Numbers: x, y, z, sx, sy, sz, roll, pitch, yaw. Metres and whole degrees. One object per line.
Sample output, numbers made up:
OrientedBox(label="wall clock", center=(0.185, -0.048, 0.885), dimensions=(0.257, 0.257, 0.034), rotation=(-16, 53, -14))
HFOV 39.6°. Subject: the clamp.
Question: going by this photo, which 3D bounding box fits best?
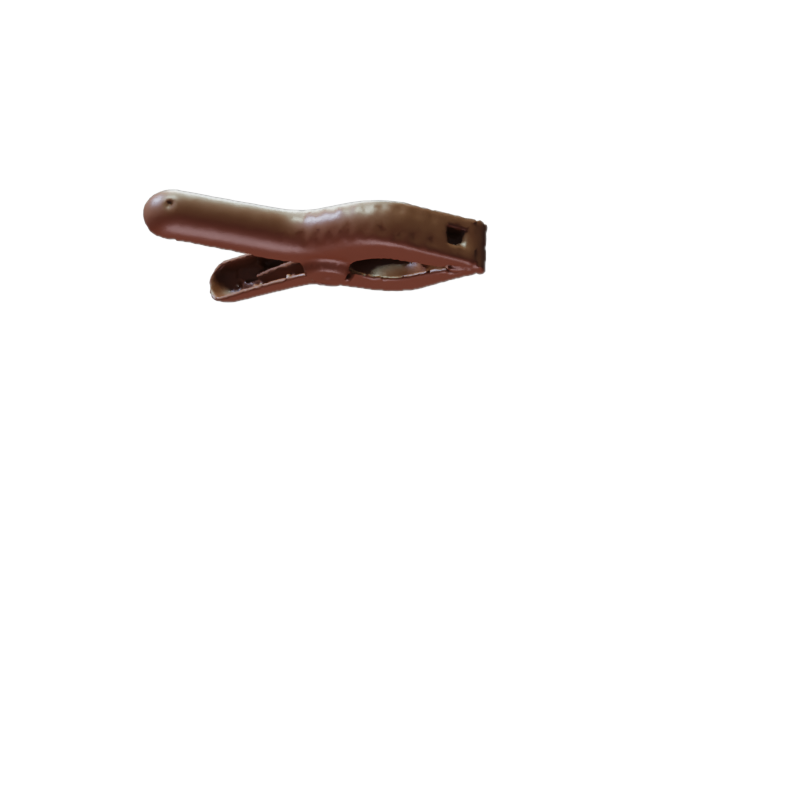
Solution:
OrientedBox(label="clamp", center=(-0.045, -0.082, 0.574), dimensions=(0.175, 0.040, 0.114), rotation=(-4, -11, 20))
